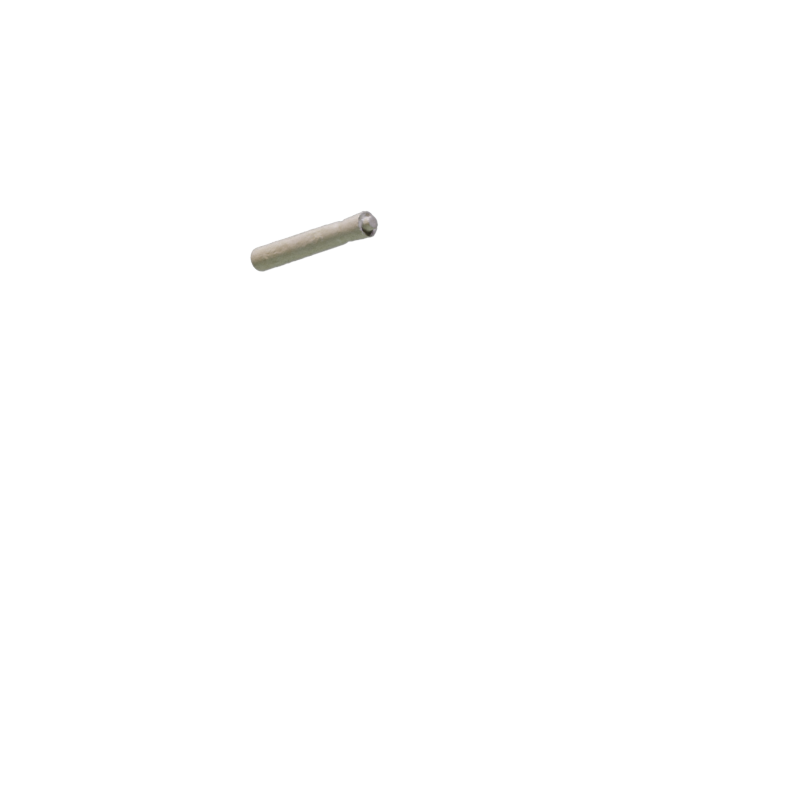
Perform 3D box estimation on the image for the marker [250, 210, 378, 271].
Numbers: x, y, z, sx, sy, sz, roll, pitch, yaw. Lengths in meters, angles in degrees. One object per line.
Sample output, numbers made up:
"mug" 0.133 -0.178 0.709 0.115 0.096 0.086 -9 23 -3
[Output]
"marker" -0.062 -0.113 0.793 0.123 0.020 0.019 -10 -4 44
